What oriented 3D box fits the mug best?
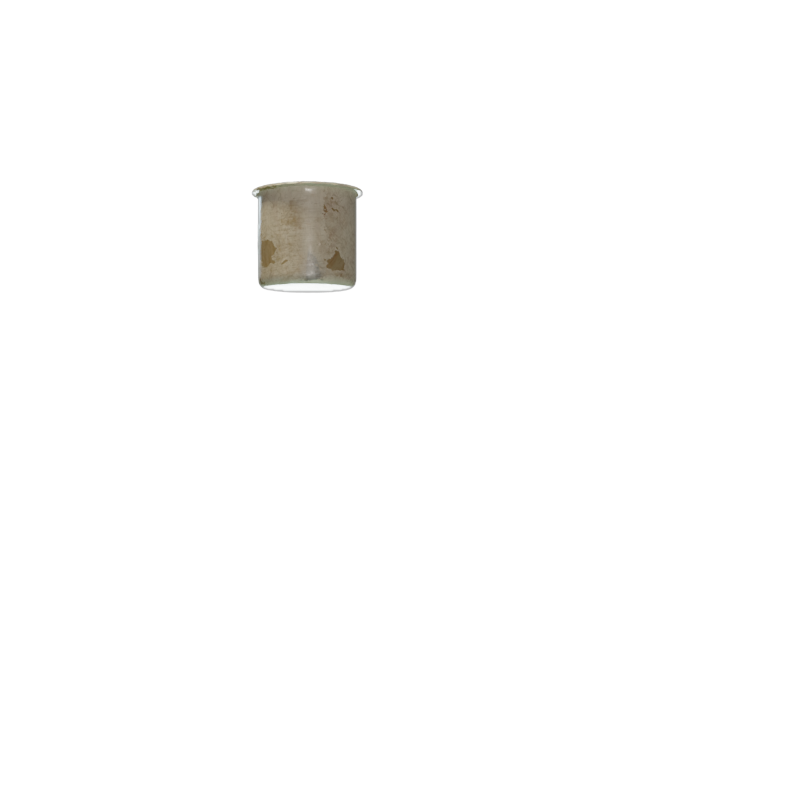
[{"bbox_3d":[-0.073,-0.133,0.931,0.096,0.083,0.113,-2,-3,22],"label":"mug"}]
